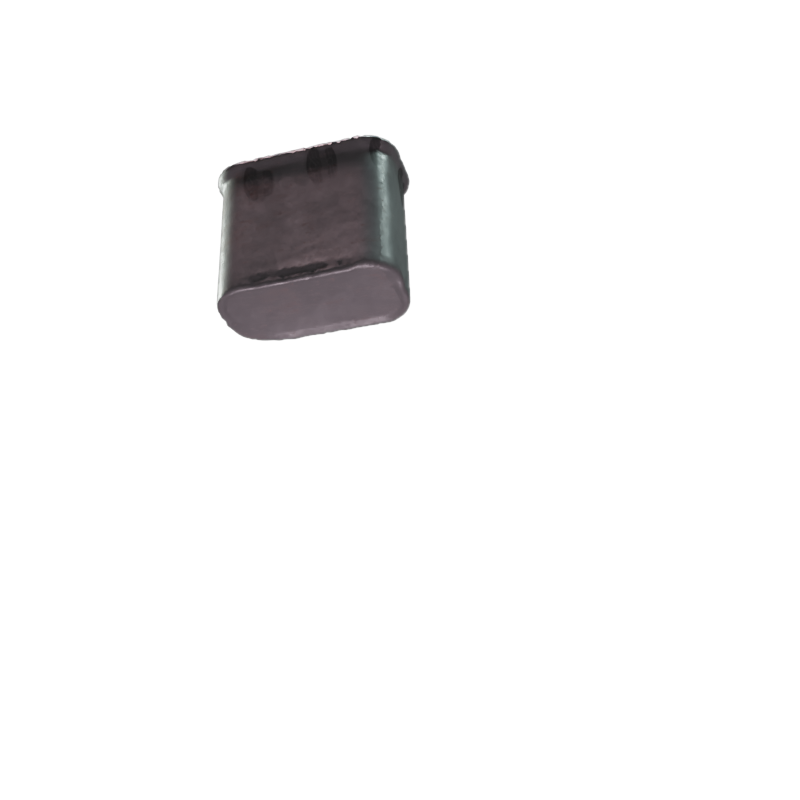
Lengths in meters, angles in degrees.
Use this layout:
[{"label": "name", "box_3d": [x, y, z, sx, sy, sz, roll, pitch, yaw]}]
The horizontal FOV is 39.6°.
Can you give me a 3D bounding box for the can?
[{"label": "can", "box_3d": [-0.045, -0.083, 0.581, 0.103, 0.090, 0.053, -10, -35, 13]}]
